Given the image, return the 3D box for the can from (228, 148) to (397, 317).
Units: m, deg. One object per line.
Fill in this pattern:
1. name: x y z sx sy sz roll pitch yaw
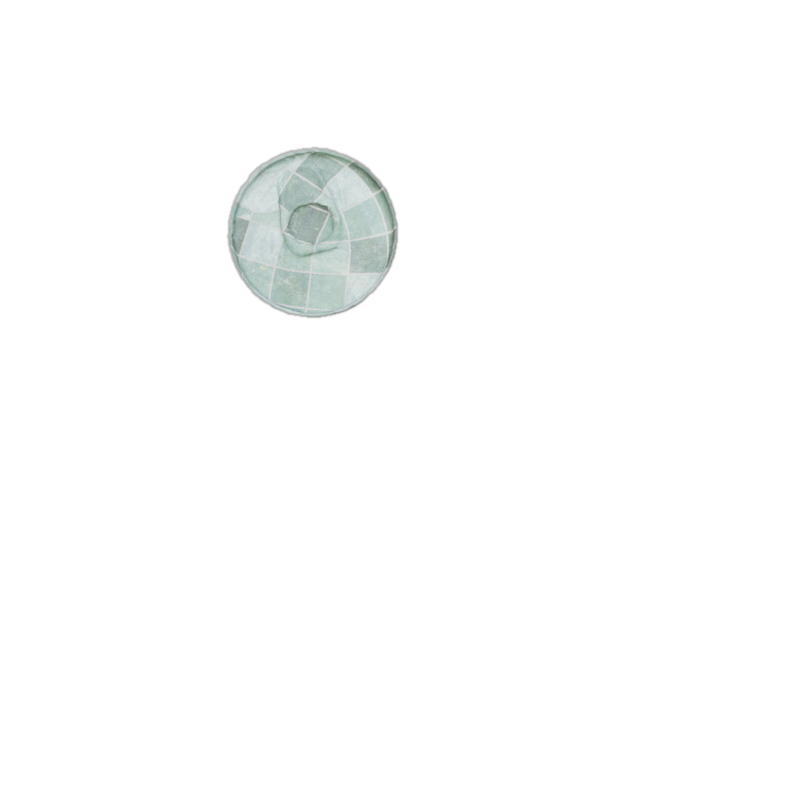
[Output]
1. can: -0.039 -0.071 0.494 0.068 0.069 0.102 0 1 -3
